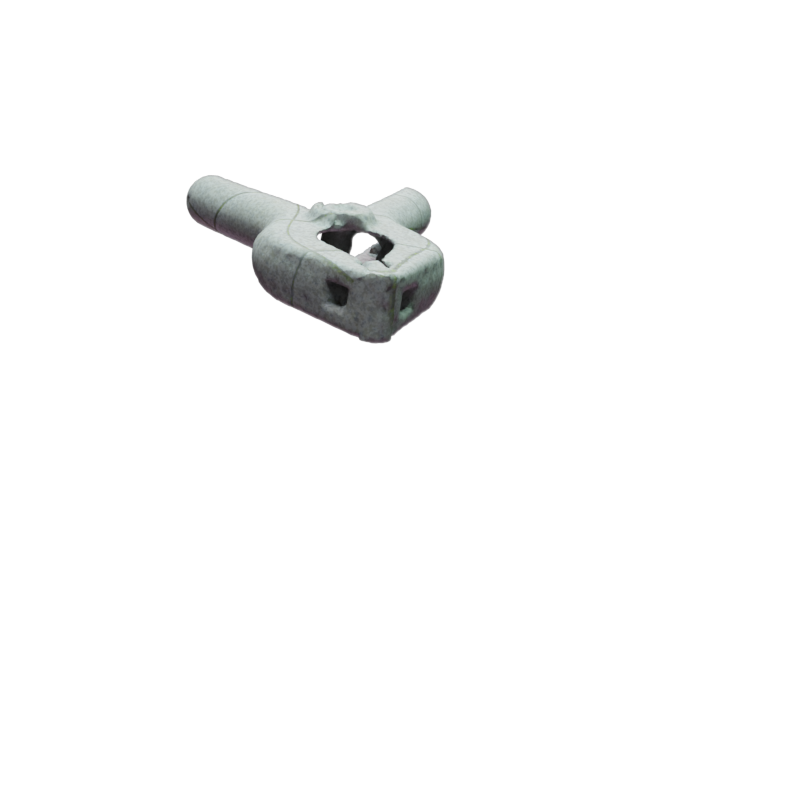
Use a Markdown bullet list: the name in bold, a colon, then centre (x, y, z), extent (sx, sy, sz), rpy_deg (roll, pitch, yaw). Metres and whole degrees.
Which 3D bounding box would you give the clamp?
- **clamp**: centre (-0.038, -0.069, 0.483), extent (0.120, 0.038, 0.179), rpy_deg (-1, 20, -4)
